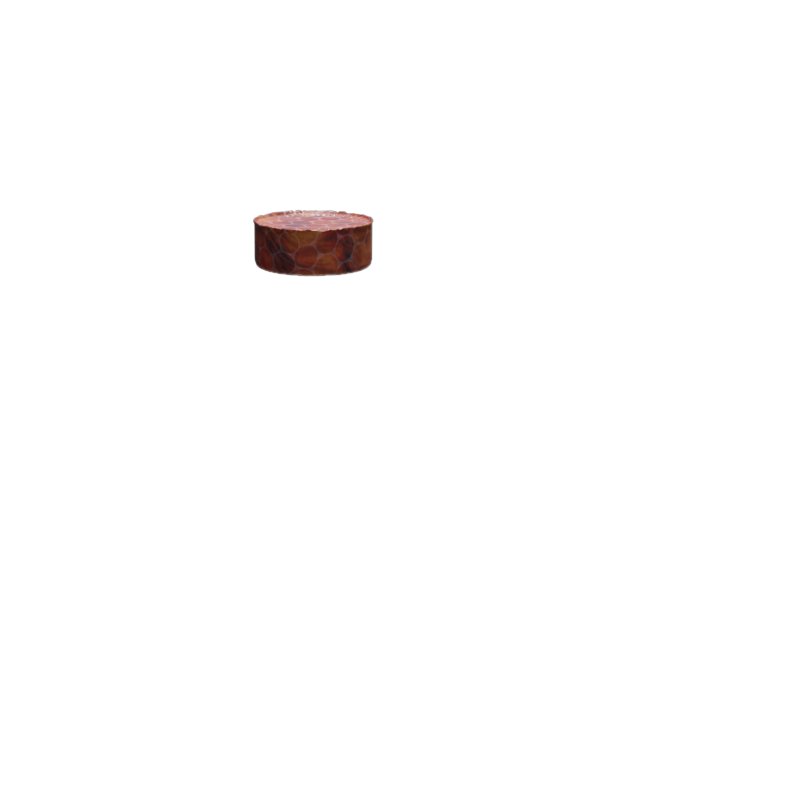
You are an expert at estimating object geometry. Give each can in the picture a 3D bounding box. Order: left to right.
[{"bbox_3d":[-0.062,-0.113,0.792,0.086,0.032,0.089,-1,17,-2],"label":"can"}]
